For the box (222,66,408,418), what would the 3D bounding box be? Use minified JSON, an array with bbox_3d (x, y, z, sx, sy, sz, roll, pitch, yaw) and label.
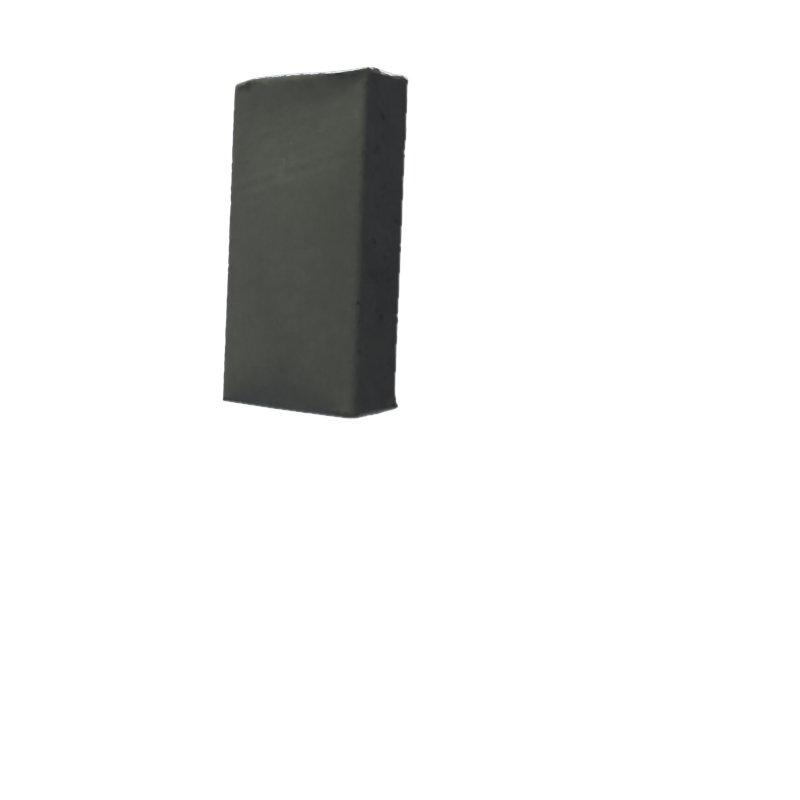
[{"bbox_3d":[-0.046,-0.084,0.589,0.097,0.176,0.046,2,2,36],"label":"box"}]
